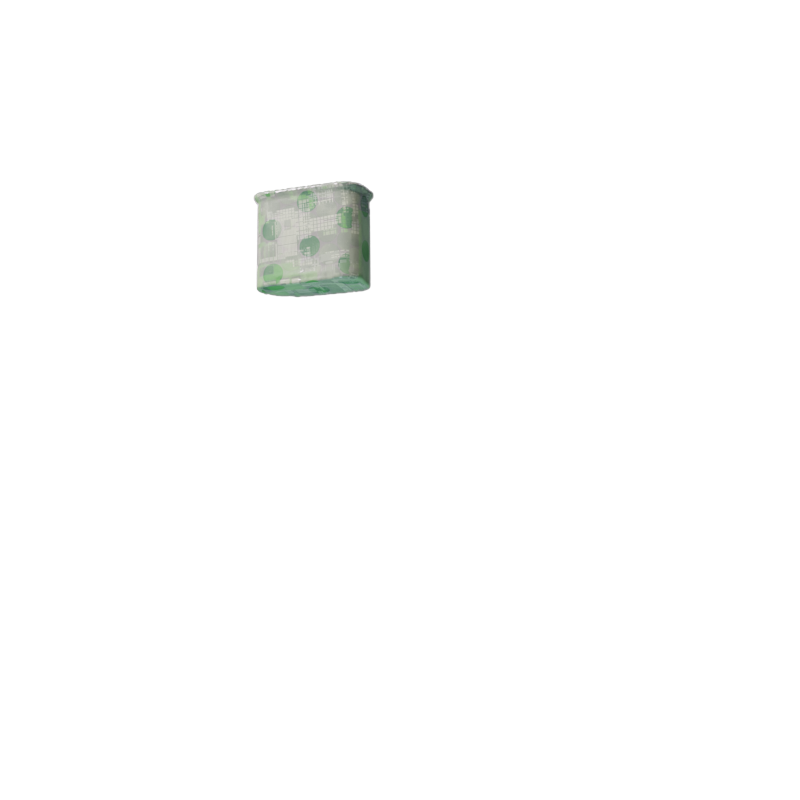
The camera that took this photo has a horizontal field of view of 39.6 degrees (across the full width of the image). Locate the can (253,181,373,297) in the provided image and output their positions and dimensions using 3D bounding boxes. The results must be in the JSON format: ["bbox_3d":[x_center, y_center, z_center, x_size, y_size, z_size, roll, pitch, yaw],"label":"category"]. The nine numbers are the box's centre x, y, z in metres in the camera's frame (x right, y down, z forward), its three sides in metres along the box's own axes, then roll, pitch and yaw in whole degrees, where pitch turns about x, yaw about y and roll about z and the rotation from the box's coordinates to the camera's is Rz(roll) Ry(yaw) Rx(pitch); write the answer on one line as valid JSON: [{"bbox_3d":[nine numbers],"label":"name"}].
[{"bbox_3d":[-0.074,-0.136,0.950,0.104,0.087,0.054,-5,-14,21],"label":"can"}]
